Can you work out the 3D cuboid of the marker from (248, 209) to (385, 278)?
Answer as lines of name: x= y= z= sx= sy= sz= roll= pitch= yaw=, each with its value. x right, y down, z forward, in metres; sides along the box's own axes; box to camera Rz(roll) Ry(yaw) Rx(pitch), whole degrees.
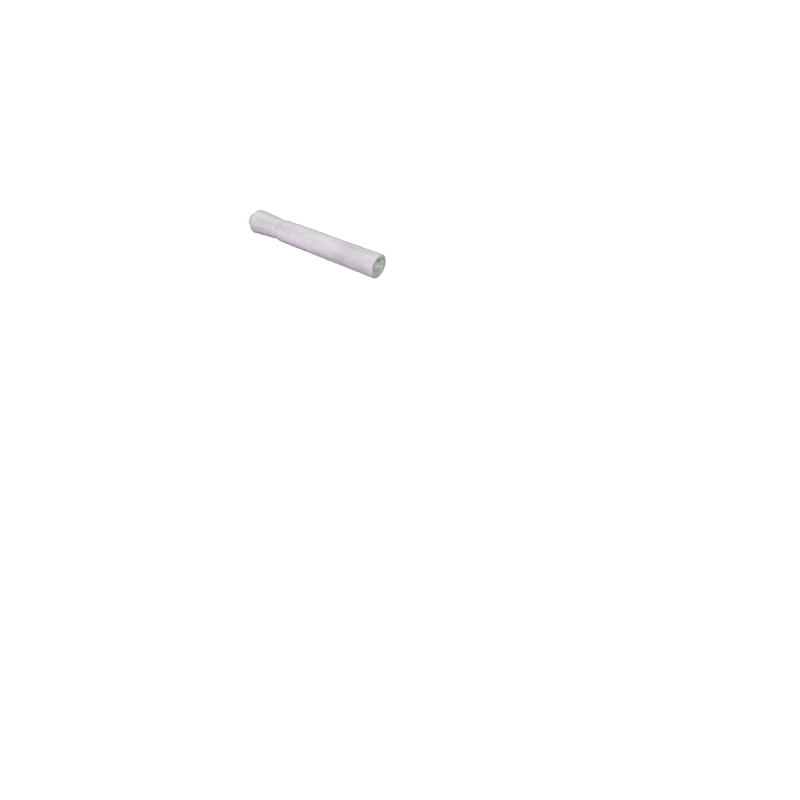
marker: x=-0.066 y=-0.120 z=0.838 sx=0.128 sy=0.019 sz=0.019 roll=24 pitch=16 yaw=30
